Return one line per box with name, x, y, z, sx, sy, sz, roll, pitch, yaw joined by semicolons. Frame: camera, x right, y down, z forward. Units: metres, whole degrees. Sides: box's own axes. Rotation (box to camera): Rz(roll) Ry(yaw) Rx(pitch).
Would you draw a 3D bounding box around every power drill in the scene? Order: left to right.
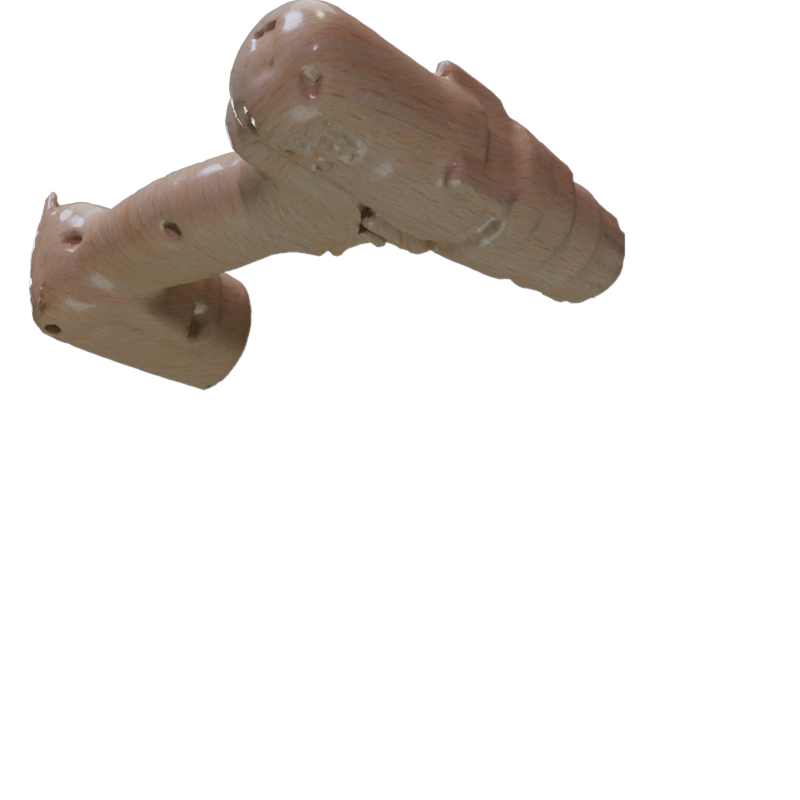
power drill;-0.033;-0.059;0.416;0.189;0.061;0.172;-21;-33;36
